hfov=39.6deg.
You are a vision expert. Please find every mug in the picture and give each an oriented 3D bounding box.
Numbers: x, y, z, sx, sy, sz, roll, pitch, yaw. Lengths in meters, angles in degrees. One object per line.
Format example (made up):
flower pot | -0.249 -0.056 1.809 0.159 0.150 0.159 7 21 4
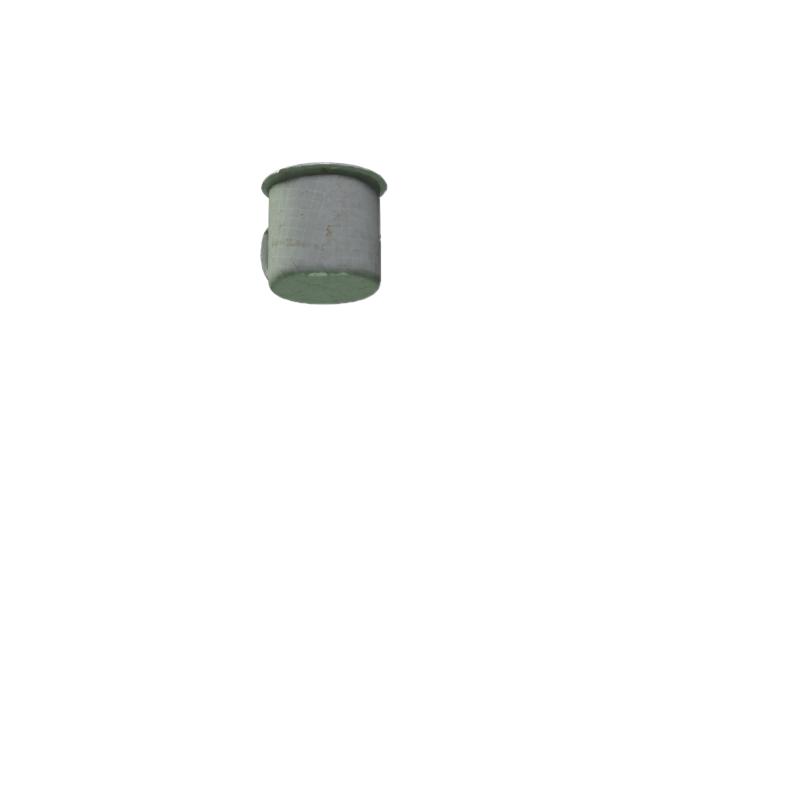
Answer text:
mug | -0.064 -0.116 0.815 0.119 0.085 0.088 -14 -19 43
